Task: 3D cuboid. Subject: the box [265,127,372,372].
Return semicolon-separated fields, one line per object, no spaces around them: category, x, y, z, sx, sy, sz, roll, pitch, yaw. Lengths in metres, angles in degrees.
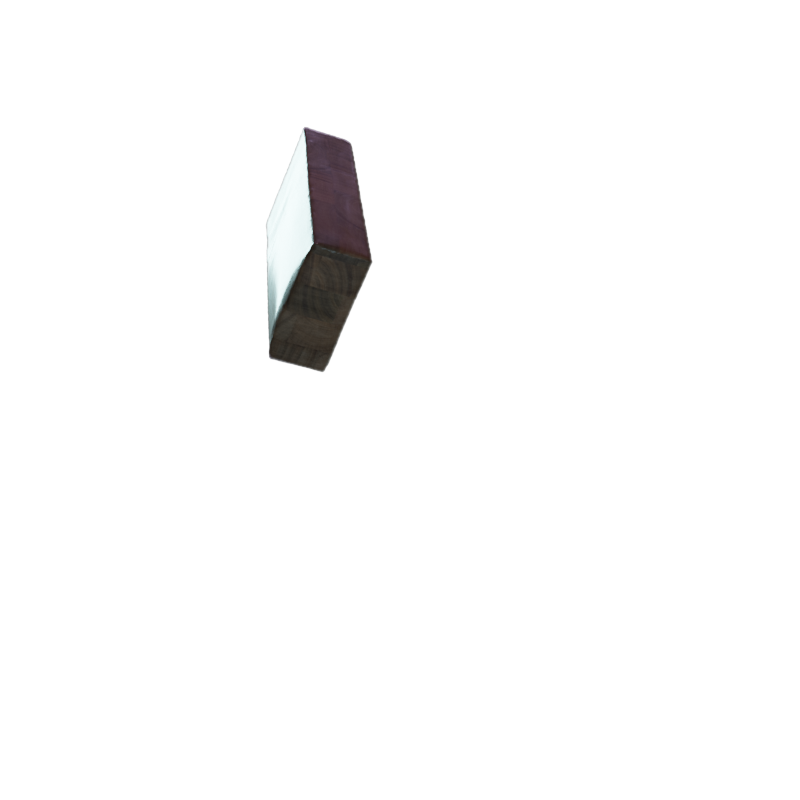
box;-0.060;-0.110;0.769;0.047;0.089;0.188;17;32;-15
